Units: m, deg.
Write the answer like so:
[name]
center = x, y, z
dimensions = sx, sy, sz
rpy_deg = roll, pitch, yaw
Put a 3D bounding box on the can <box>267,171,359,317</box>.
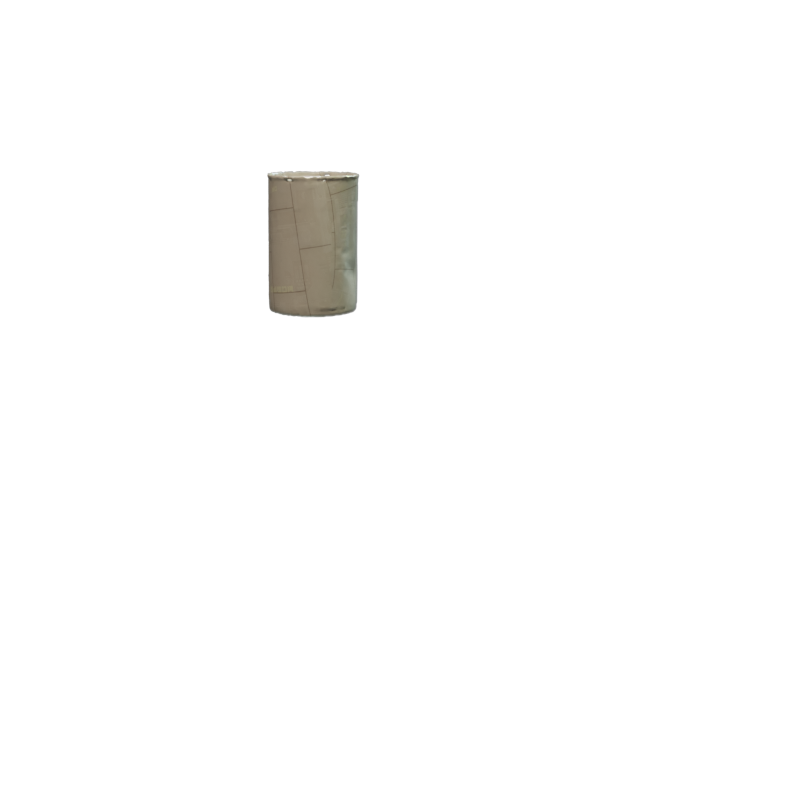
[can]
center = -0.064, -0.117, 0.823
dimensions = 0.068, 0.100, 0.070
rpy_deg = 0, 10, -2
